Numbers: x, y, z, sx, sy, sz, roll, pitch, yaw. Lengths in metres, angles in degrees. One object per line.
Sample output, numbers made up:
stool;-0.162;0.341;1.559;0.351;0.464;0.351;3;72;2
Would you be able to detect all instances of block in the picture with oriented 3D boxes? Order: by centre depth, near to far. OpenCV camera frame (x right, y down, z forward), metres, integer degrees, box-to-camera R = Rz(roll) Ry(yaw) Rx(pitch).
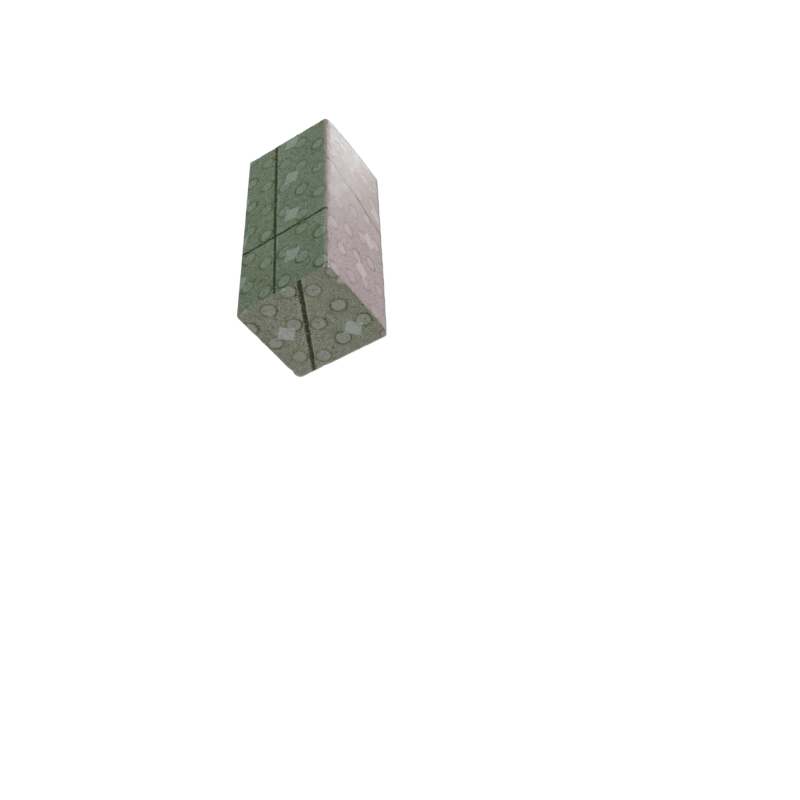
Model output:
block;-0.074;-0.136;0.952;0.091;0.221;0.084;-27;-51;20
